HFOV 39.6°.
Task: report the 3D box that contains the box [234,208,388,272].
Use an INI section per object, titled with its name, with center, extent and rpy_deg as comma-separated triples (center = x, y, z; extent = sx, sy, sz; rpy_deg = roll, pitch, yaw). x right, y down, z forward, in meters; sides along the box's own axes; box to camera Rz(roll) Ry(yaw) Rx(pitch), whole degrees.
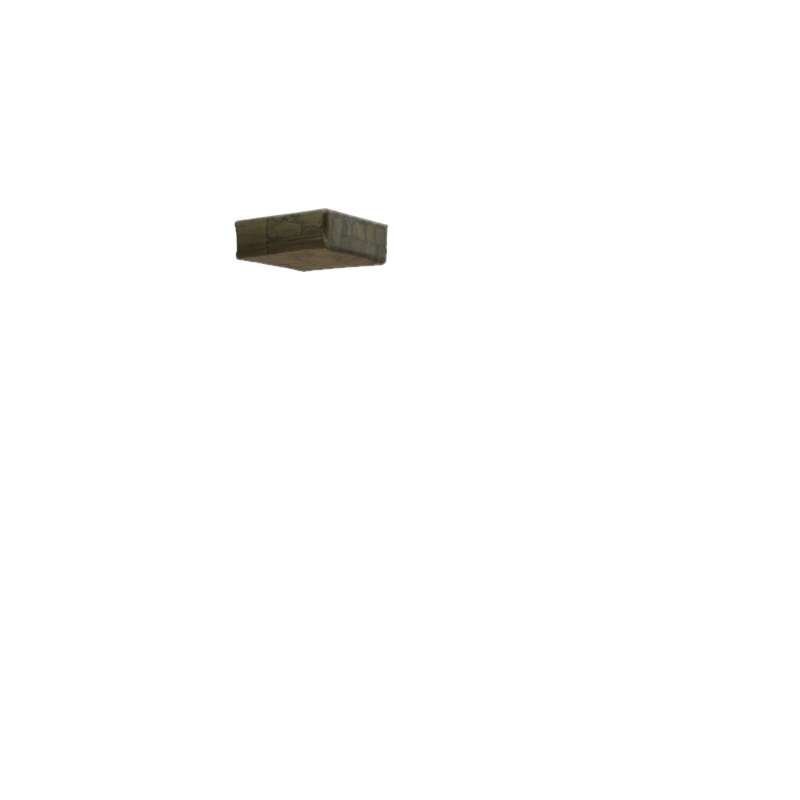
[box]
center = -0.074, -0.135, 0.948
extent = 0.092, 0.039, 0.108
rpy_deg = -2, -3, 29
